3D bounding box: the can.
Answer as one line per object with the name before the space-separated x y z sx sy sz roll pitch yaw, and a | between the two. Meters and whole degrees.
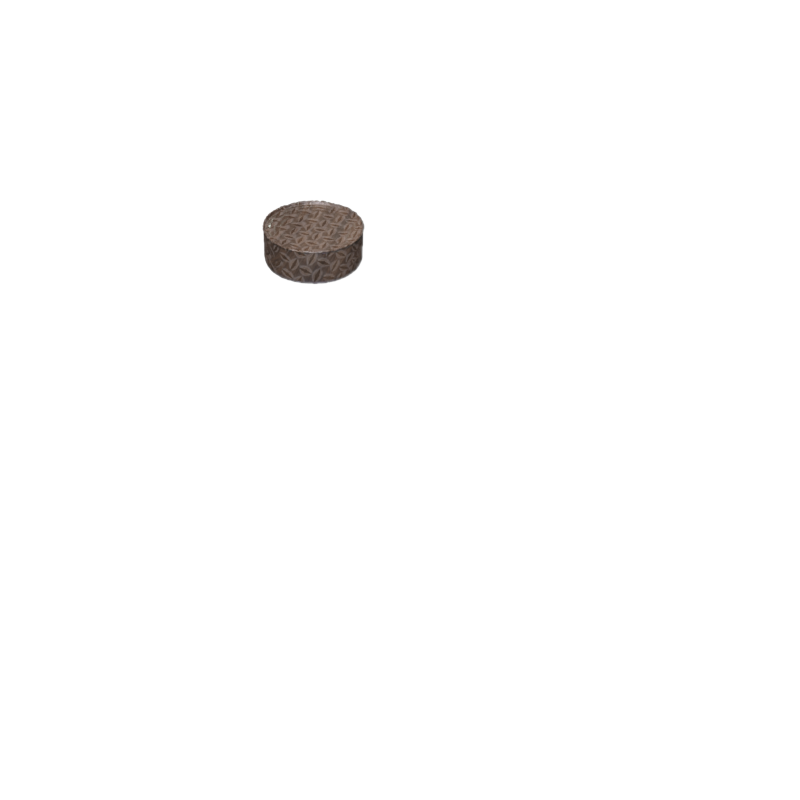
can | -0.074 -0.134 0.941 0.086 0.031 0.092 -1 36 -2
